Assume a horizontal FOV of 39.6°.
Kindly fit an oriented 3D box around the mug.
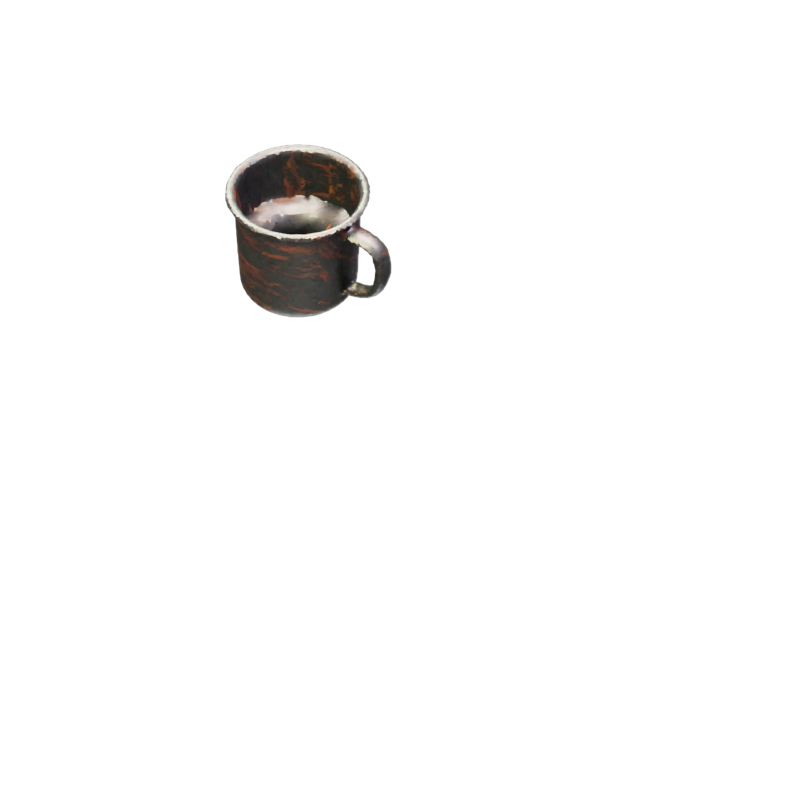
[{"bbox_3d":[-0.057,-0.105,0.732,0.122,0.076,0.096,25,52,20],"label":"mug"}]
